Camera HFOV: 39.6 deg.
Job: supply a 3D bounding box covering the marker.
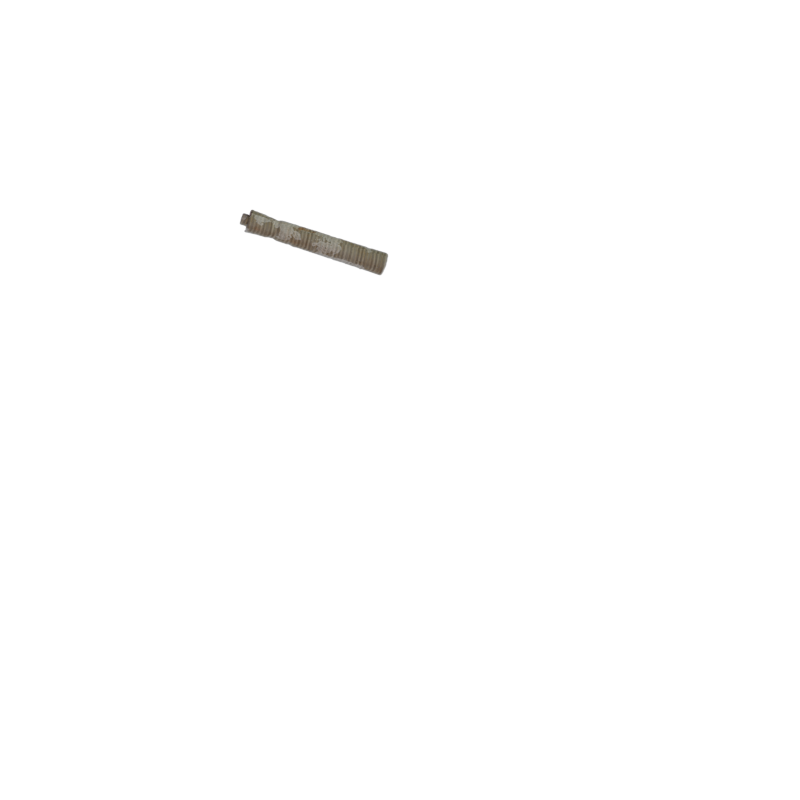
[{"bbox_3d":[-0.069,-0.126,0.885,0.119,0.020,0.020,17,1,-7],"label":"marker"}]
